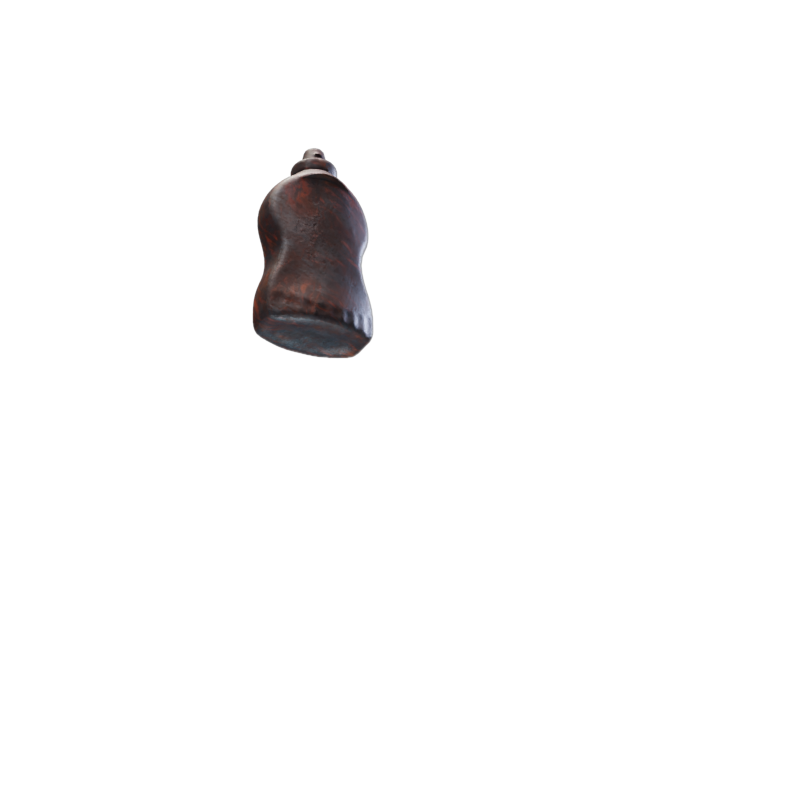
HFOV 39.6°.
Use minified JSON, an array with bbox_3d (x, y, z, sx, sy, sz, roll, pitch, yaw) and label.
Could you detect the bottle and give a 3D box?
[{"bbox_3d":[-0.073,-0.133,0.930,0.093,0.205,0.056,12,-36,-21],"label":"bottle"}]
